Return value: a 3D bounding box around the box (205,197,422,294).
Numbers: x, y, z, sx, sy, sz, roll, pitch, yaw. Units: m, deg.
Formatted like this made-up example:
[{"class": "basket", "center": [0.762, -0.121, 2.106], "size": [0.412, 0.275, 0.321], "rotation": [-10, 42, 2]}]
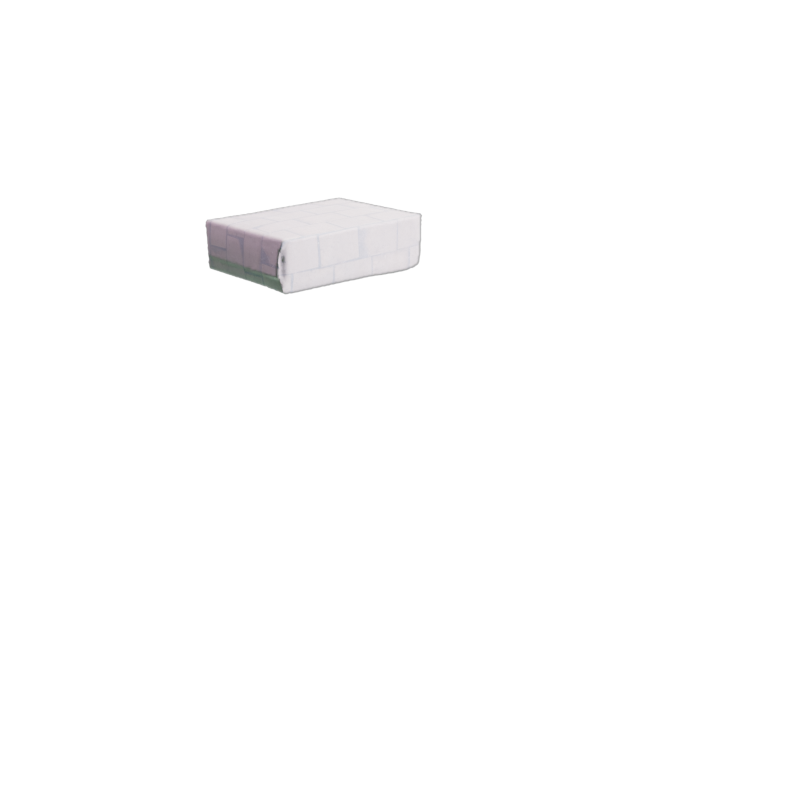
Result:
[{"class": "box", "center": [-0.056, -0.103, 0.720], "size": [0.111, 0.037, 0.095], "rotation": [-14, 23, -36]}]
